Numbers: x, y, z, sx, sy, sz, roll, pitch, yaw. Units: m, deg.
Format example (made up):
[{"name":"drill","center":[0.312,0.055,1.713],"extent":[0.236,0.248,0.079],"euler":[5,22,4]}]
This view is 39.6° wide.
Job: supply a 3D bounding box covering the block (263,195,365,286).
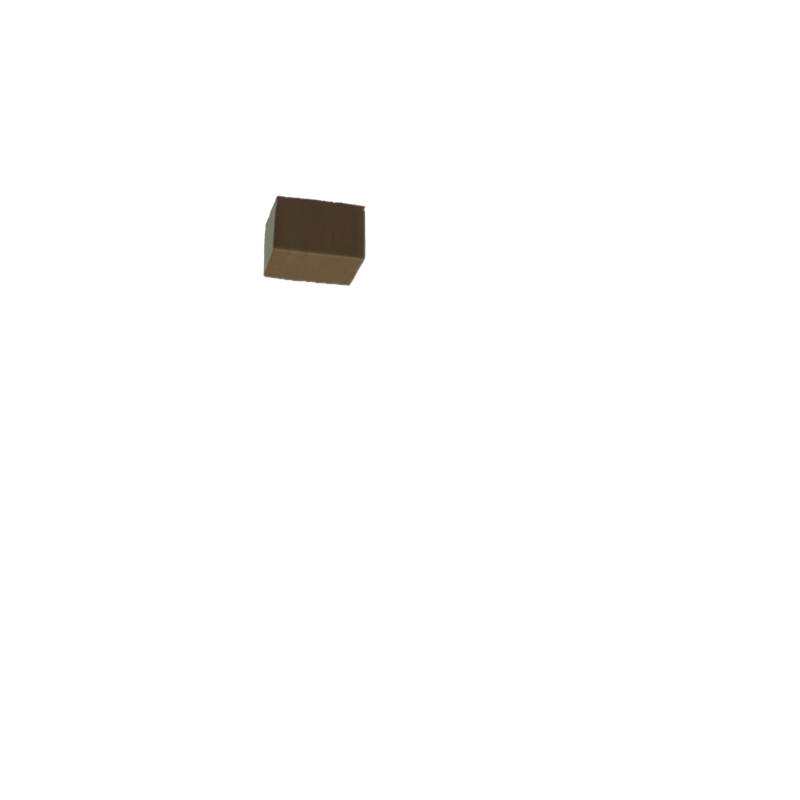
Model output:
[{"name":"block","center":[-0.072,-0.132,0.924],"extent":[0.076,0.054,0.051],"euler":[5,-26,-13]}]
